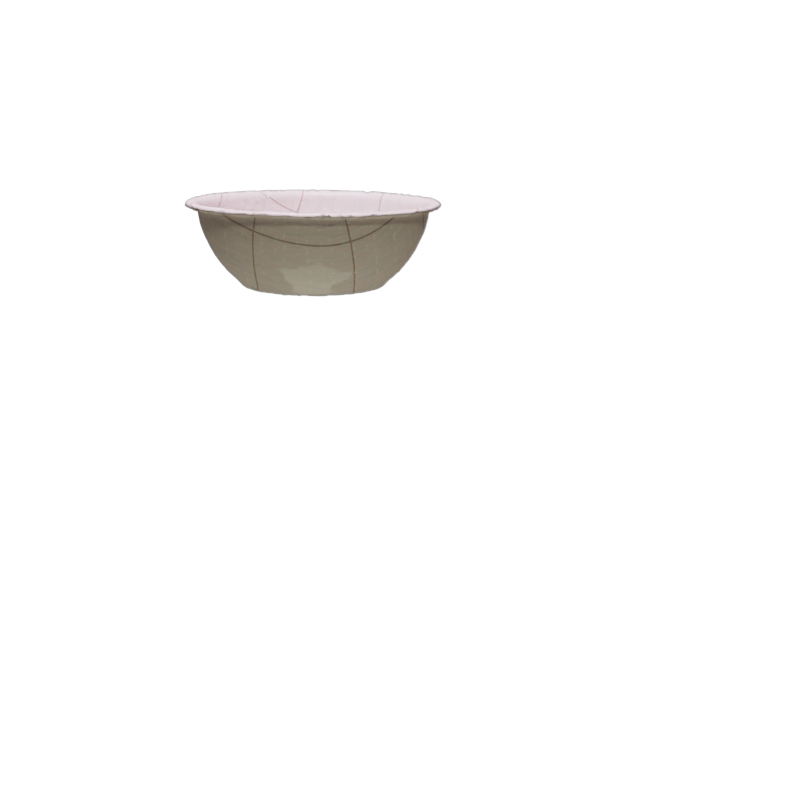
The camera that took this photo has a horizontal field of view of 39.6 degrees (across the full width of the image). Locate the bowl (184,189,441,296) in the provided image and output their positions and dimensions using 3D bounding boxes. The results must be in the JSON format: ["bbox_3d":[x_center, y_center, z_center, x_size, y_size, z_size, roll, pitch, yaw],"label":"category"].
[{"bbox_3d":[-0.055,-0.101,0.705,0.162,0.054,0.167,0,14,-2],"label":"bowl"}]
